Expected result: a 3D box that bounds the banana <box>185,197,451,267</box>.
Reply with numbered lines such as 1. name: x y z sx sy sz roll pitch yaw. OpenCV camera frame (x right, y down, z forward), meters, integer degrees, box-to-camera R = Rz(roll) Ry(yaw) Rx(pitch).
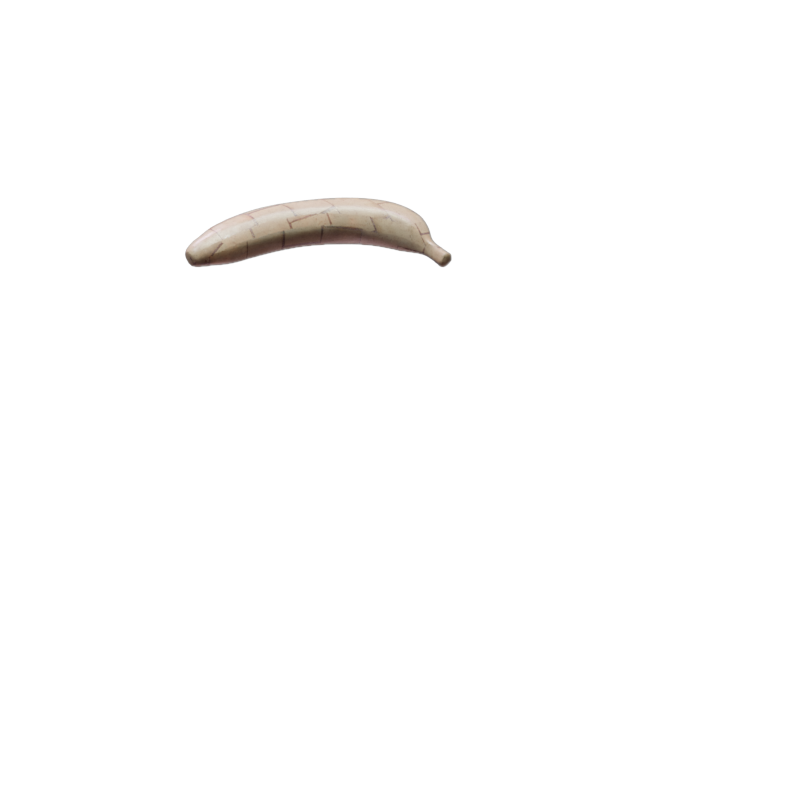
1. banana: -0.063 -0.128 0.844 0.197 0.035 0.074 -2 31 -4
